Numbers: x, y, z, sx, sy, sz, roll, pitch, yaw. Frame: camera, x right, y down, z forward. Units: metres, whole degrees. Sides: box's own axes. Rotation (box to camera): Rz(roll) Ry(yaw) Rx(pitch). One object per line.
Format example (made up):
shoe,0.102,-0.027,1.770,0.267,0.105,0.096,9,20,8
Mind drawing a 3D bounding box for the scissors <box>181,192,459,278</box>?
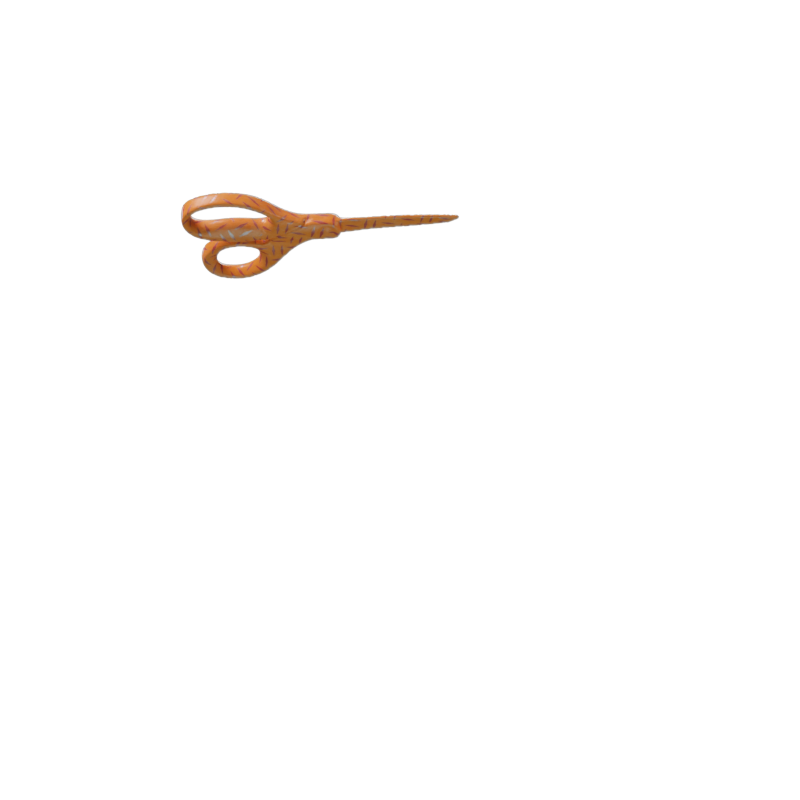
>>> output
scissors,-0.065,-0.119,0.836,0.199,0.017,0.091,6,-35,-8
